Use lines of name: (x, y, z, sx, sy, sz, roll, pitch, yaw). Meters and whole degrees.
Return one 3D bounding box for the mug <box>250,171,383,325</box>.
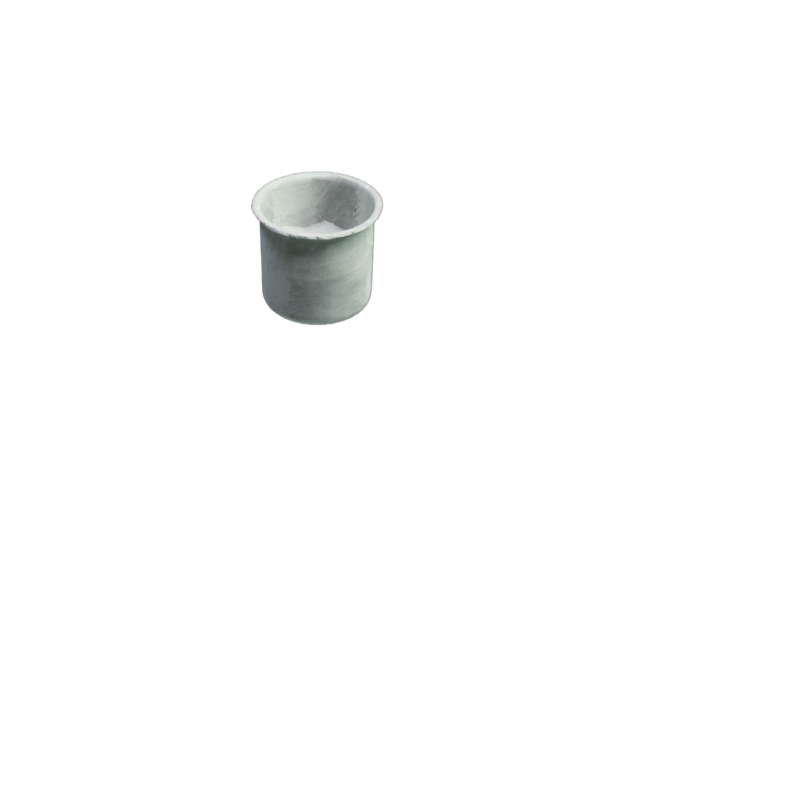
mug: (-0.064, -0.116, 0.811, 0.092, 0.076, 0.127, -9, 38, -13)
